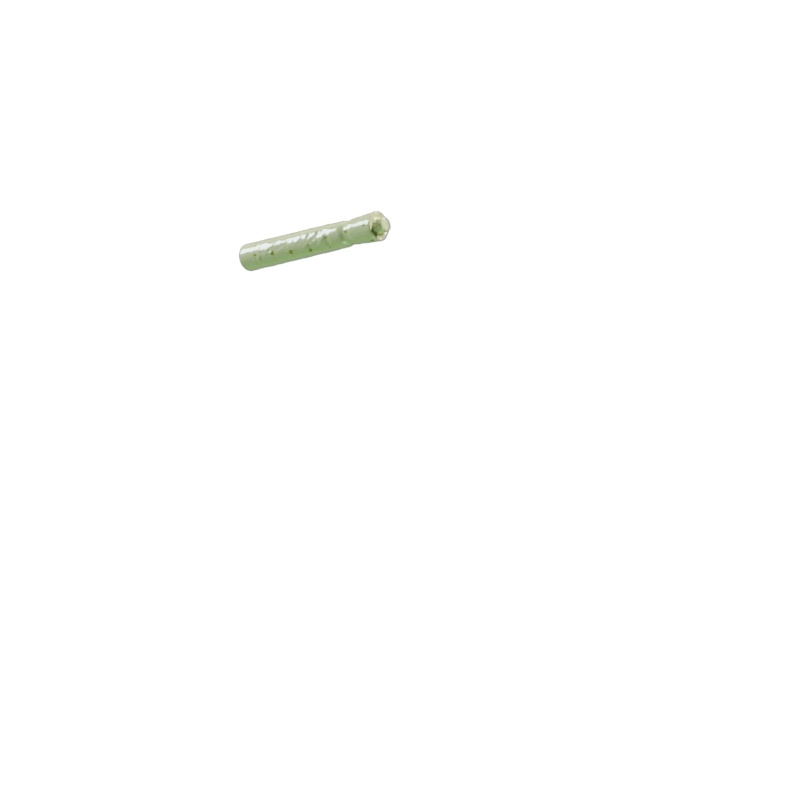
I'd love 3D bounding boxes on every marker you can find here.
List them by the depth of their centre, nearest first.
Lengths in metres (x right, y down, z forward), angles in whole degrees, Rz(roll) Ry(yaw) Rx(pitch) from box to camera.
[{"bbox_3d":[-0.056,-0.102,0.712,0.124,0.020,0.019,-6,-1,40],"label":"marker"}]
